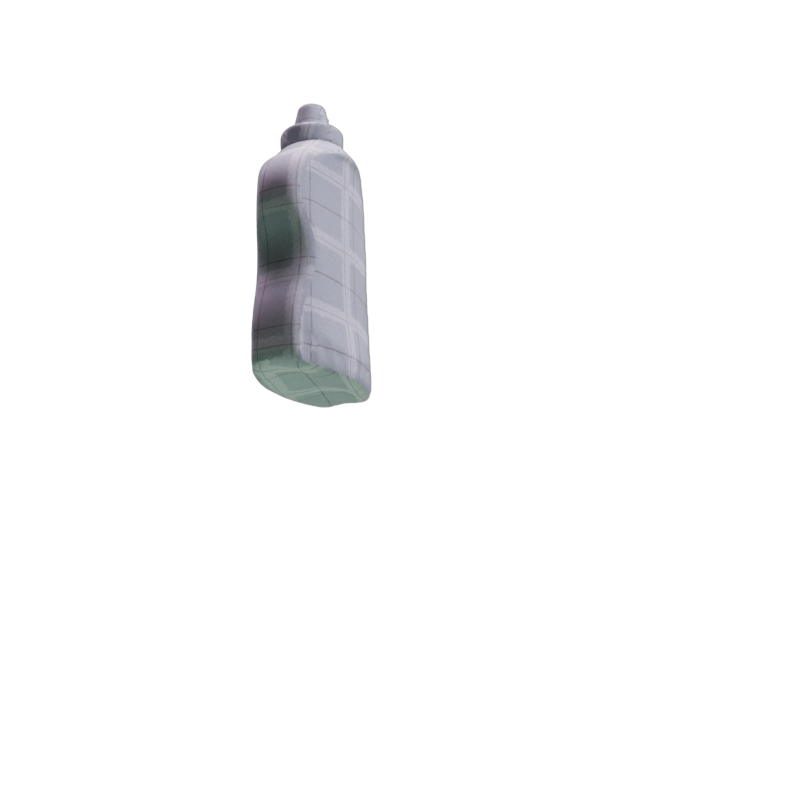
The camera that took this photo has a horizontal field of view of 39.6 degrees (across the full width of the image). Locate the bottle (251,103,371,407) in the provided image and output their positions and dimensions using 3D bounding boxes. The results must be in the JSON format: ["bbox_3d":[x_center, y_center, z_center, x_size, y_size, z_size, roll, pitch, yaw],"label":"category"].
[{"bbox_3d":[-0.055,-0.099,0.692,0.059,0.202,0.090,-13,-24,26],"label":"bottle"}]
